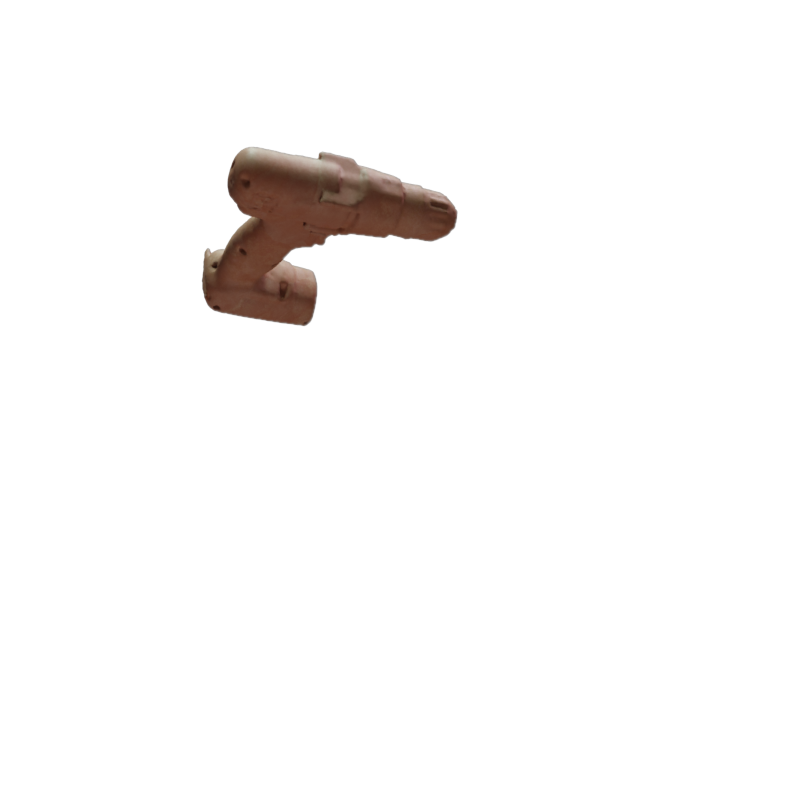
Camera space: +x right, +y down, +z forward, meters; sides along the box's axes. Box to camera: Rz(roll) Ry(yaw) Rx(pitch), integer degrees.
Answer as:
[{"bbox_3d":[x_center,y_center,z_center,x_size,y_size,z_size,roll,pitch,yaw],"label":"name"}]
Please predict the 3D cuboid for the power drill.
[{"bbox_3d":[-0.070,-0.128,0.897,0.178,0.061,0.182,12,-32,-21],"label":"power drill"}]
